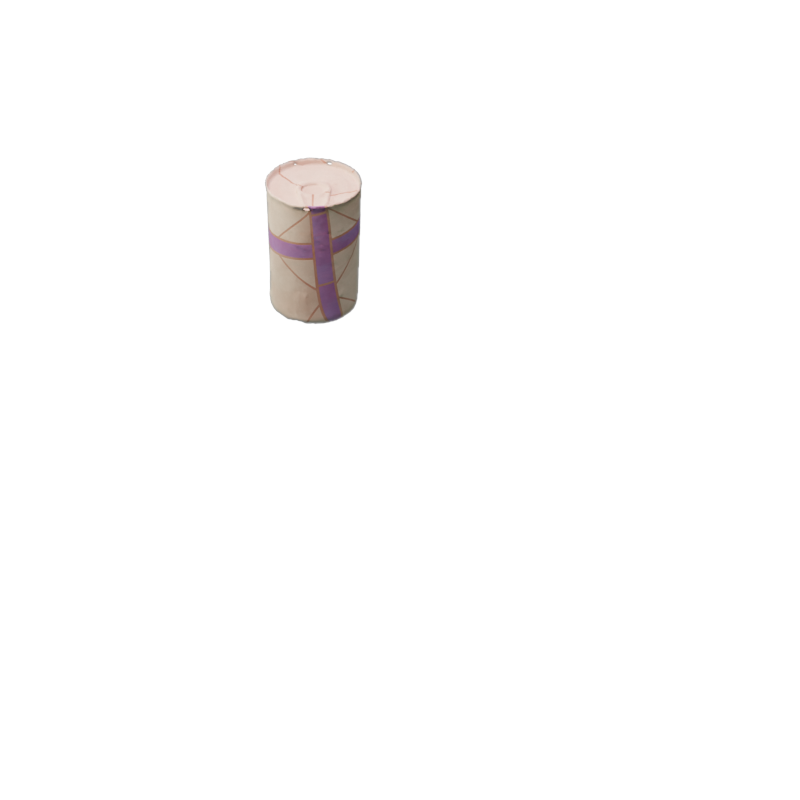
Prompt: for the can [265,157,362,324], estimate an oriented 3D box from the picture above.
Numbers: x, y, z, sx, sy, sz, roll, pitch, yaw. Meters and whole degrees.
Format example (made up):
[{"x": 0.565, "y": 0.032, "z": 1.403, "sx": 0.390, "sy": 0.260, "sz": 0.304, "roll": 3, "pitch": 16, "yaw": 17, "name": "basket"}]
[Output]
[{"x": -0.063, "y": -0.115, "z": 0.803, "sx": 0.068, "sy": 0.096, "sz": 0.073, "roll": 0, "pitch": 37, "yaw": -3, "name": "can"}]
